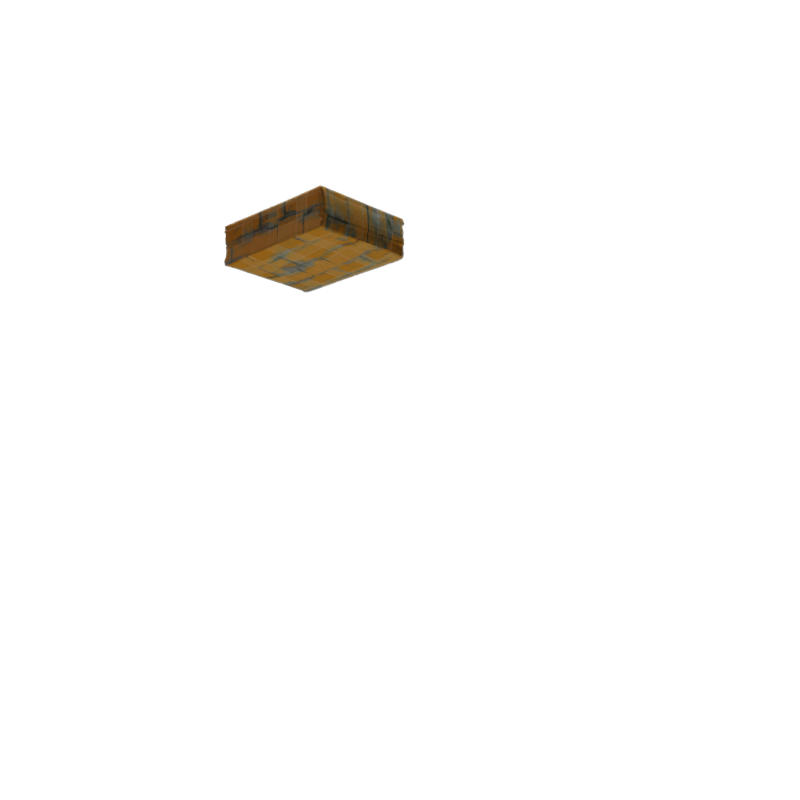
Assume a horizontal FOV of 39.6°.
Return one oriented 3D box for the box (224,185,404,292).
[{"bbox_3d":[-0.067,-0.122,0.854,0.115,0.041,0.085,-16,-24,41],"label":"box"}]
